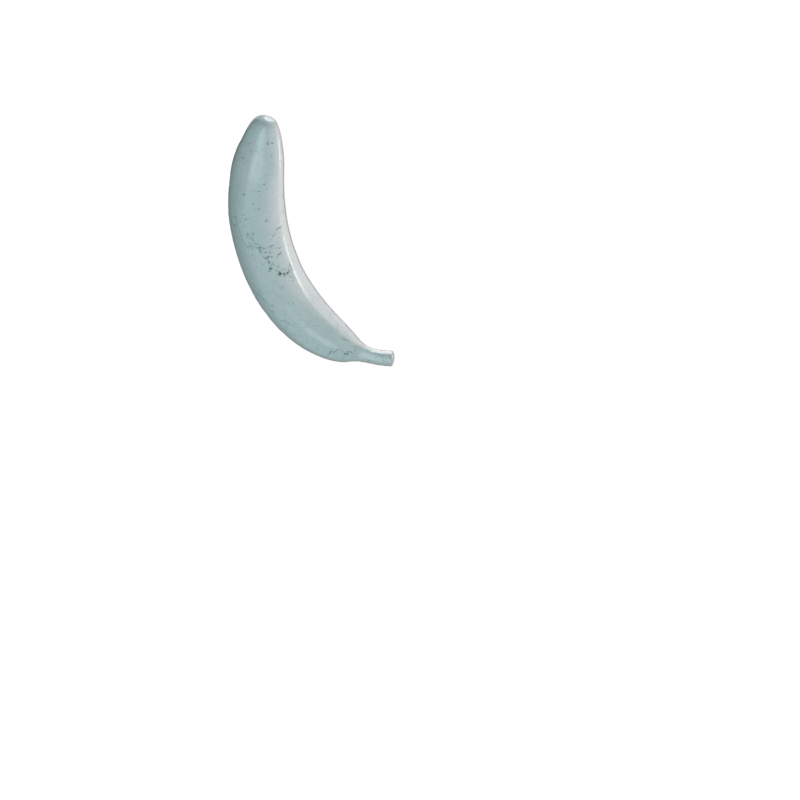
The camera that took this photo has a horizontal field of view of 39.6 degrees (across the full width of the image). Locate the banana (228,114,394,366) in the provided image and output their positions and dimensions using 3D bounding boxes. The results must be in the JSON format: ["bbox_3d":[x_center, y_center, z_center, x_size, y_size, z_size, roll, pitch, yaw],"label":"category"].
[{"bbox_3d":[-0.072,-0.094,0.729,0.070,0.185,0.039,-22,28,12],"label":"banana"}]
